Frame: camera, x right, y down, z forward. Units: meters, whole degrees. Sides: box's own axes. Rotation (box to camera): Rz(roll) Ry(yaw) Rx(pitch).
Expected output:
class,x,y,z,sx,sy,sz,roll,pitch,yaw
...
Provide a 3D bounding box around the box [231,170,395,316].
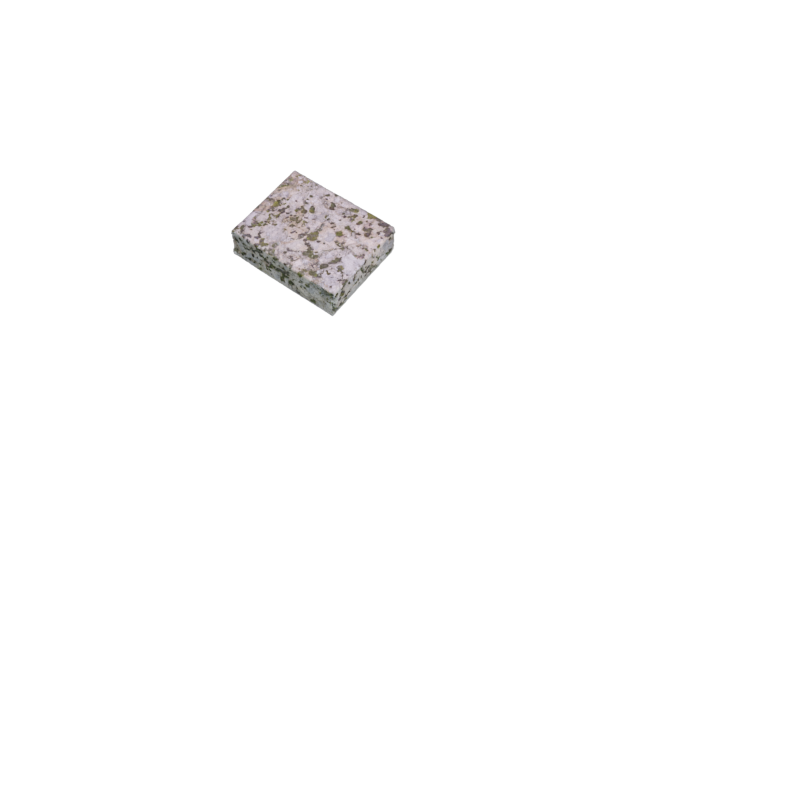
class,x,y,z,sx,sy,sz,roll,pitch,yaw
box,-0.075,-0.137,0.958,0.119,0.092,0.036,30,-32,21
